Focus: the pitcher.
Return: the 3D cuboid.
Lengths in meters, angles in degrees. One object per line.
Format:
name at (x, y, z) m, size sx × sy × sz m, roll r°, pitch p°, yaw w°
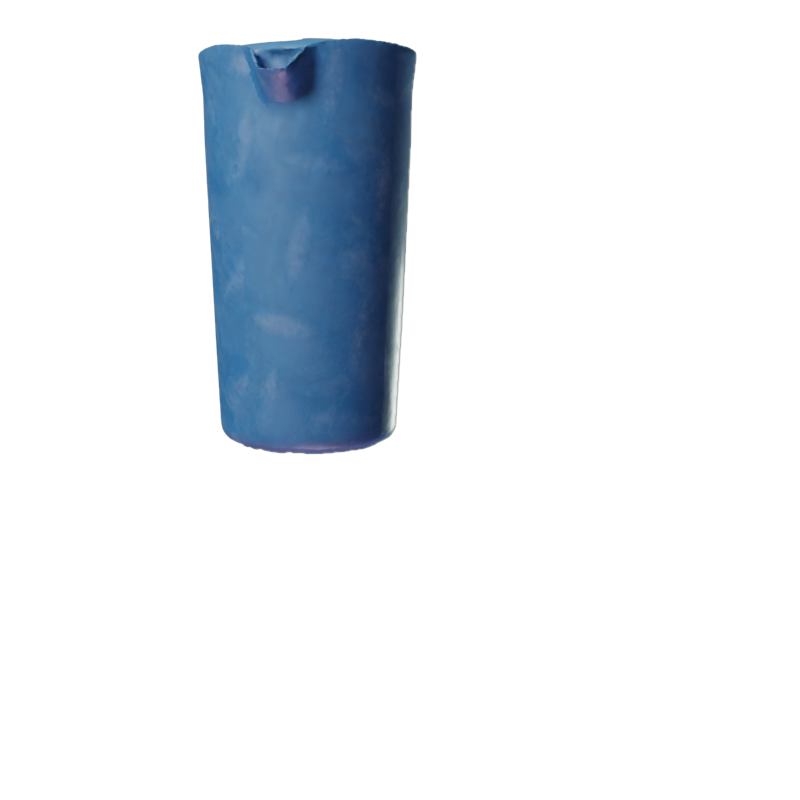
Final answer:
pitcher at (-0.054, -0.099, 0.690) m, size 0.144 × 0.242 × 0.151 m, roll -2°, pitch 4°, yaw -35°
